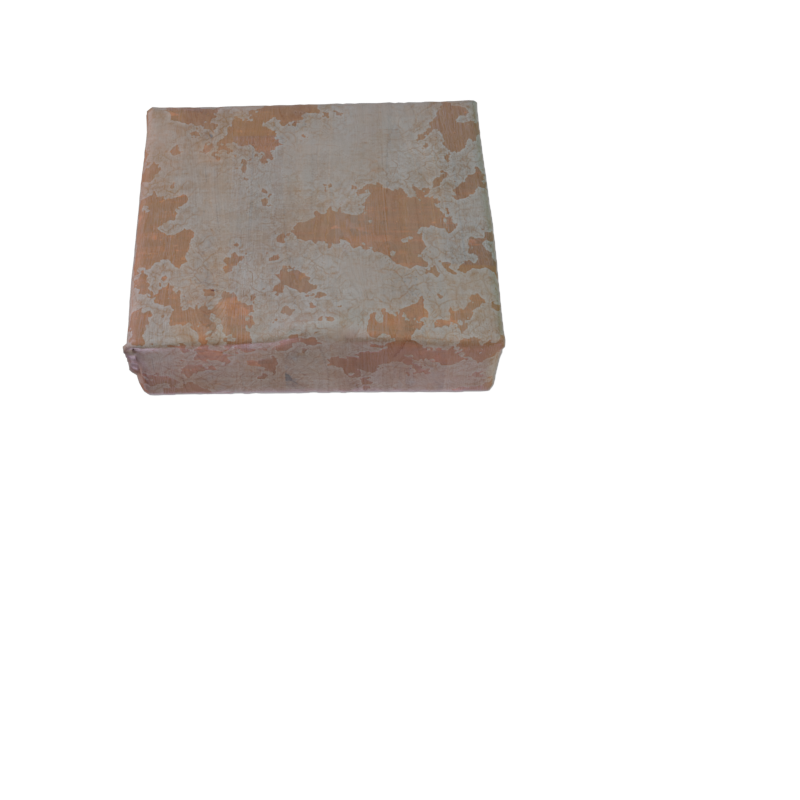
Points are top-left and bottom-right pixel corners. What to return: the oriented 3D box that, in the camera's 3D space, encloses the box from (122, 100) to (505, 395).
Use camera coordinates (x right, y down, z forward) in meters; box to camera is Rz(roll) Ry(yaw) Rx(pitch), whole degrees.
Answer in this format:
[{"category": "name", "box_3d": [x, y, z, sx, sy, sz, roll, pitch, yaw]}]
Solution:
[{"category": "box", "box_3d": [-0.022, -0.040, 0.281, 0.089, 0.078, 0.028, -1, -31, -1]}]
